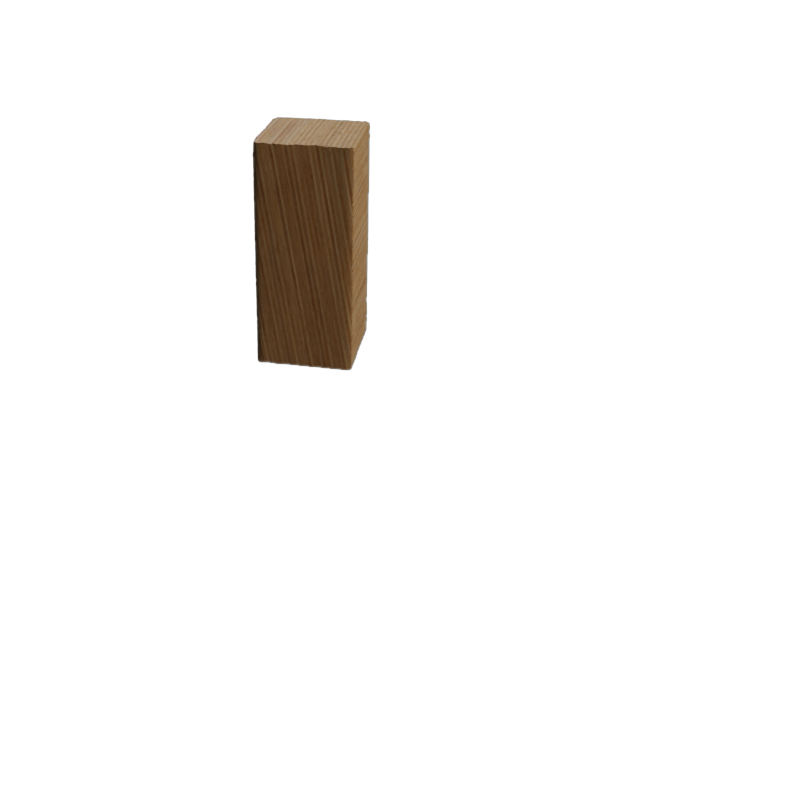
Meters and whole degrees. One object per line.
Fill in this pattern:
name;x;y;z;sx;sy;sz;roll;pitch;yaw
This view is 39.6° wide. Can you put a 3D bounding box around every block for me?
block;-0.079;-0.143;0.999;0.091;0.196;0.094;5;24;7
